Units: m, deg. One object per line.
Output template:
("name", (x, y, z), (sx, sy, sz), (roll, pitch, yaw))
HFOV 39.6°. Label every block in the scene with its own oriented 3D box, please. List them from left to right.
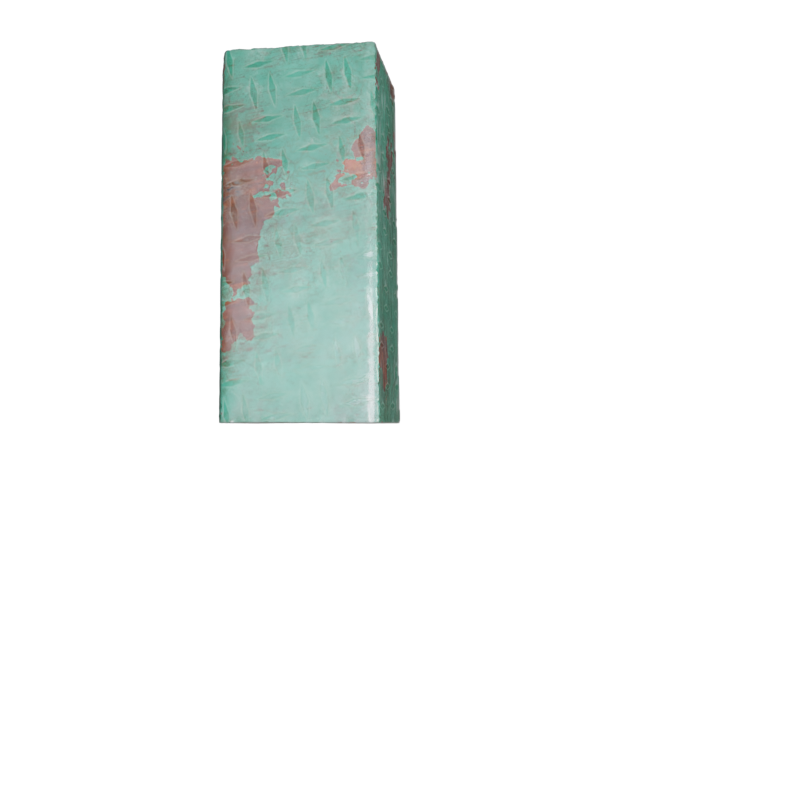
("block", (-0.051, -0.091, 0.638), (0.091, 0.211, 0.088), (-2, -8, 8))
